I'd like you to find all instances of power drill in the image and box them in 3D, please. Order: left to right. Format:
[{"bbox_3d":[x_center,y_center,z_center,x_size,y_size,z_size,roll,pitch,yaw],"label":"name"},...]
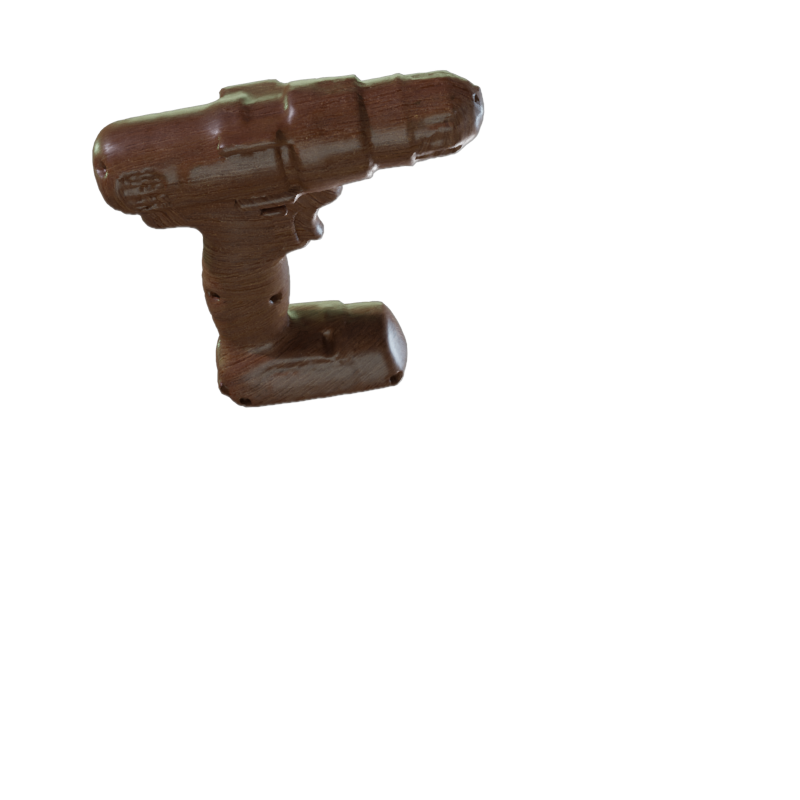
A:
[{"bbox_3d":[-0.044,-0.081,0.565,0.185,0.062,0.173,-6,-45,6],"label":"power drill"}]
